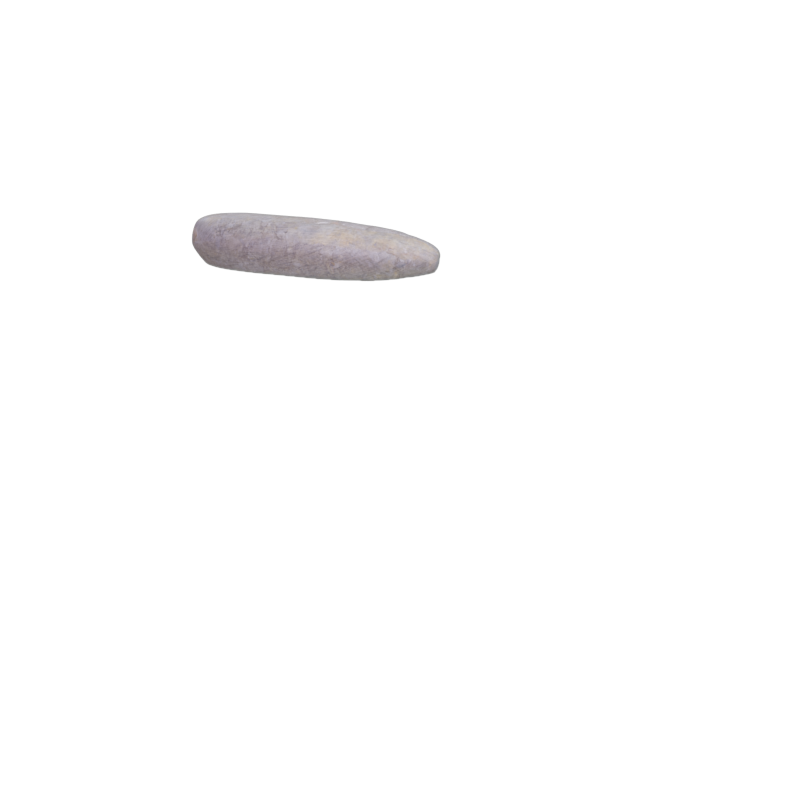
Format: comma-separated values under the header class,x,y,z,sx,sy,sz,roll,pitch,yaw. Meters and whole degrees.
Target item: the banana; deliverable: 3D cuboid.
class,x,y,z,sx,sy,sz,roll,pitch,yaw
banana,-0.070,-0.097,0.689,0.208,0.036,0.068,12,17,42
